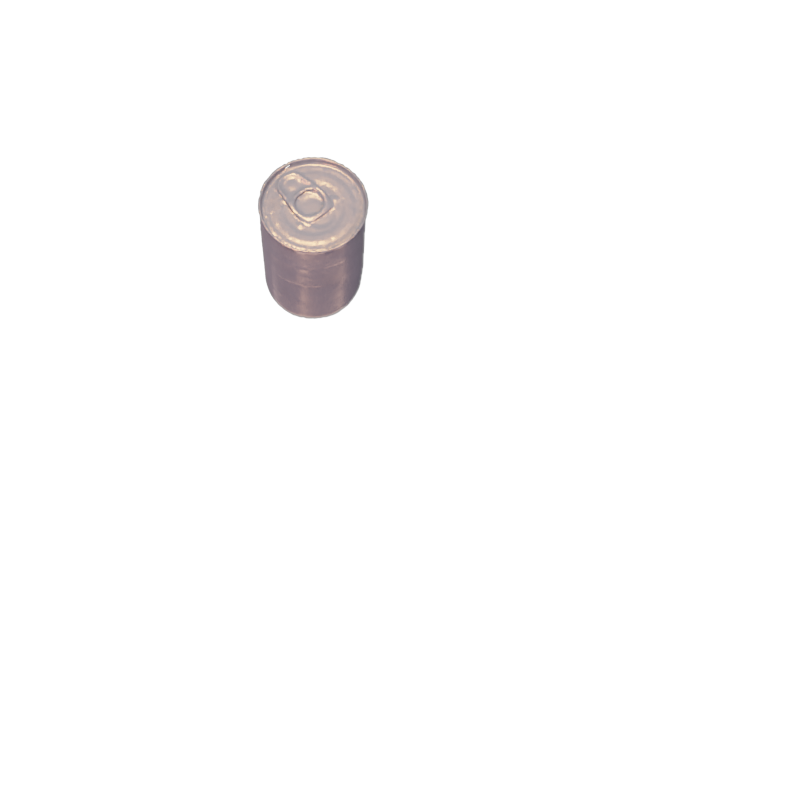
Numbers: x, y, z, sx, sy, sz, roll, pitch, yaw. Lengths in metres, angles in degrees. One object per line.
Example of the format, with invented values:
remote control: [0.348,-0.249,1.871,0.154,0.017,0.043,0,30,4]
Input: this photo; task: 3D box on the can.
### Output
can: [-0.057,-0.103,0.724,0.068,0.072,0.097,0,-23,-3]
